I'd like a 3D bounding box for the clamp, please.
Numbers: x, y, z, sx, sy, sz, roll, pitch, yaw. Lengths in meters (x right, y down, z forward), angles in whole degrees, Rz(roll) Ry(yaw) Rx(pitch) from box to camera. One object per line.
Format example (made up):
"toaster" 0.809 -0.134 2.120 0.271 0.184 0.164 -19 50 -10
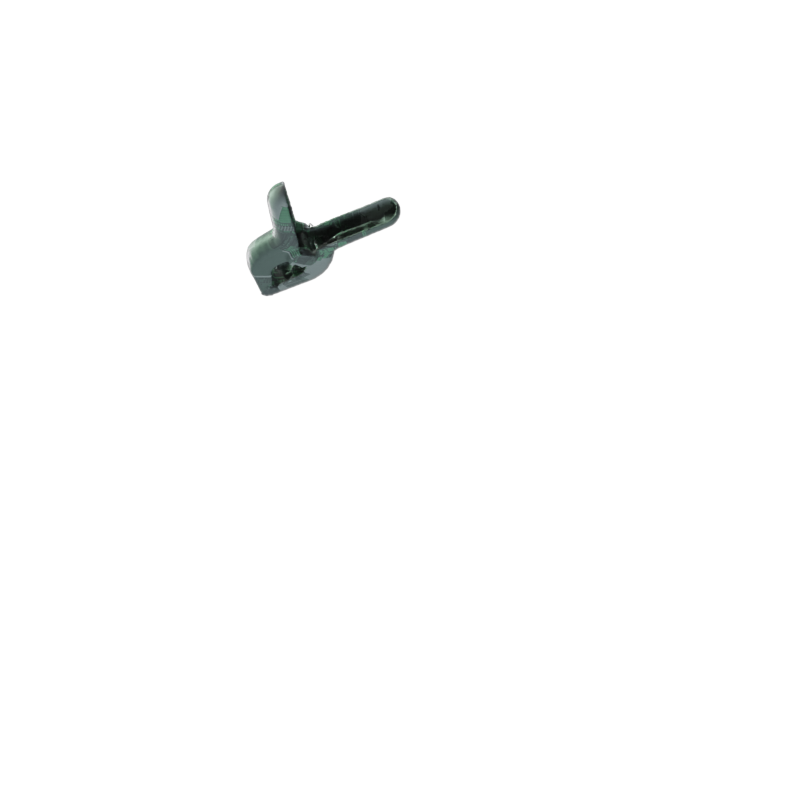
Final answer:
"clamp" -0.077 -0.141 0.985 0.117 0.041 0.167 7 -22 -18
